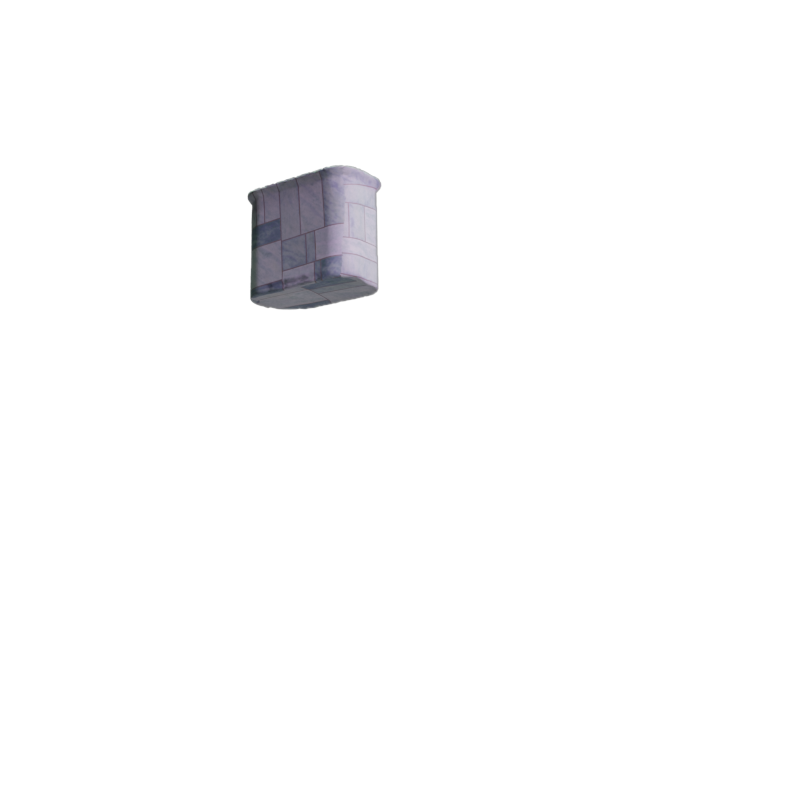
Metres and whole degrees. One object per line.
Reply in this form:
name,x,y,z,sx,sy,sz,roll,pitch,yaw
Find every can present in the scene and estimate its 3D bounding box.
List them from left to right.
can,-0.064,-0.116,0.815,0.104,0.087,0.054,-11,-20,34
